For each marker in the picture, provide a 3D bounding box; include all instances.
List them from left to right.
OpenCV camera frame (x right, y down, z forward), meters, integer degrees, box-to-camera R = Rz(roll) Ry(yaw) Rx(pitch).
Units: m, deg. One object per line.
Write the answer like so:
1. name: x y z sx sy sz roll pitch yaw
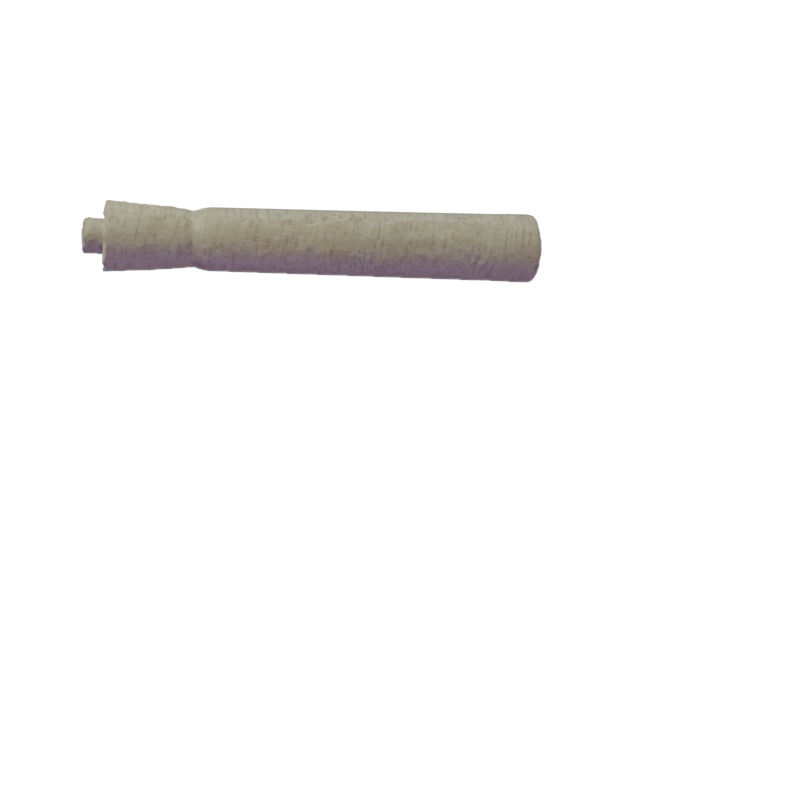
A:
1. marker: -0.023 -0.042 0.296 0.119 0.020 0.020 1 4 -8
